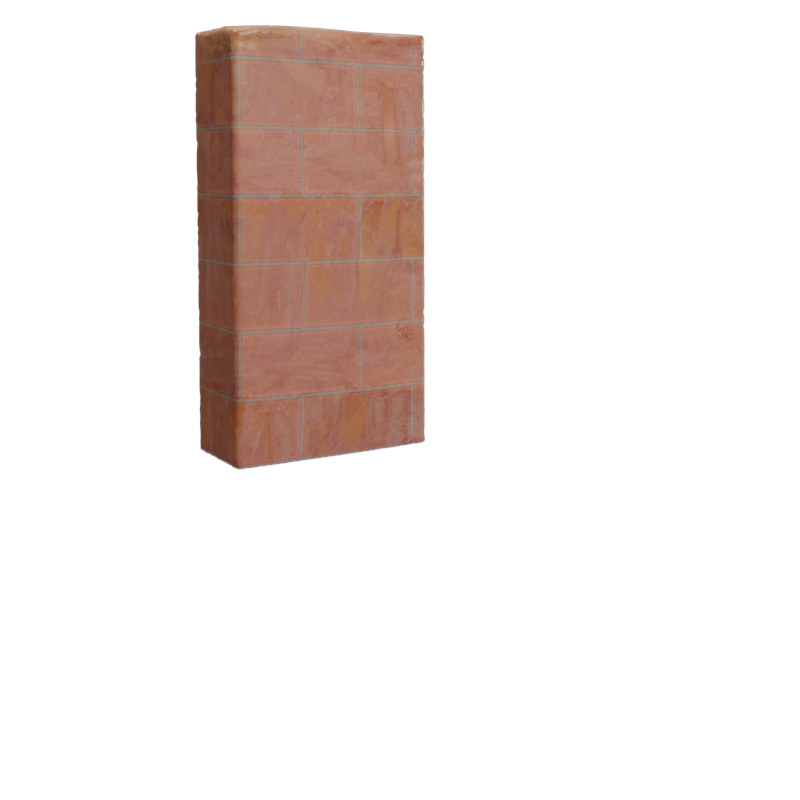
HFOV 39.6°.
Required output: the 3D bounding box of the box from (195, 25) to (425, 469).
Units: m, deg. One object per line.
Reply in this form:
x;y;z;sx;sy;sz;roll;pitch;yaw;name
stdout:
-0.037;-0.067;0.469;0.091;0.173;0.050;-4;8;-30;box
